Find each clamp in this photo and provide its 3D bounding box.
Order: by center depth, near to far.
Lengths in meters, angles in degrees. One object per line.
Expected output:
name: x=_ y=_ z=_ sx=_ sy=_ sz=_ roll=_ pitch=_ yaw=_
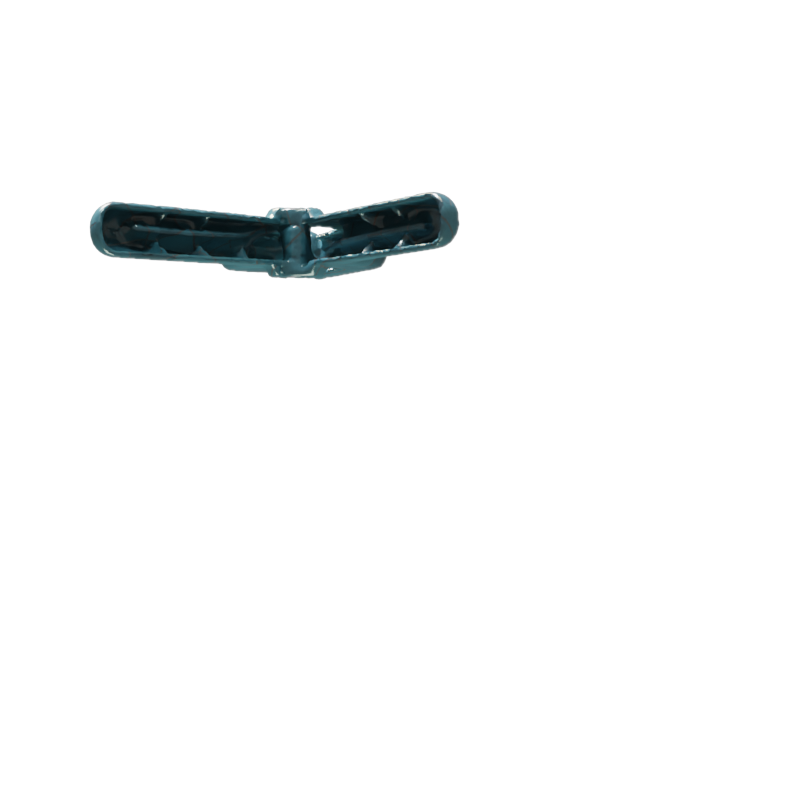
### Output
clamp: x=-0.045 y=-0.082 z=0.575 sx=0.167 sy=0.036 sz=0.206 roll=0 pitch=3 yaw=10
